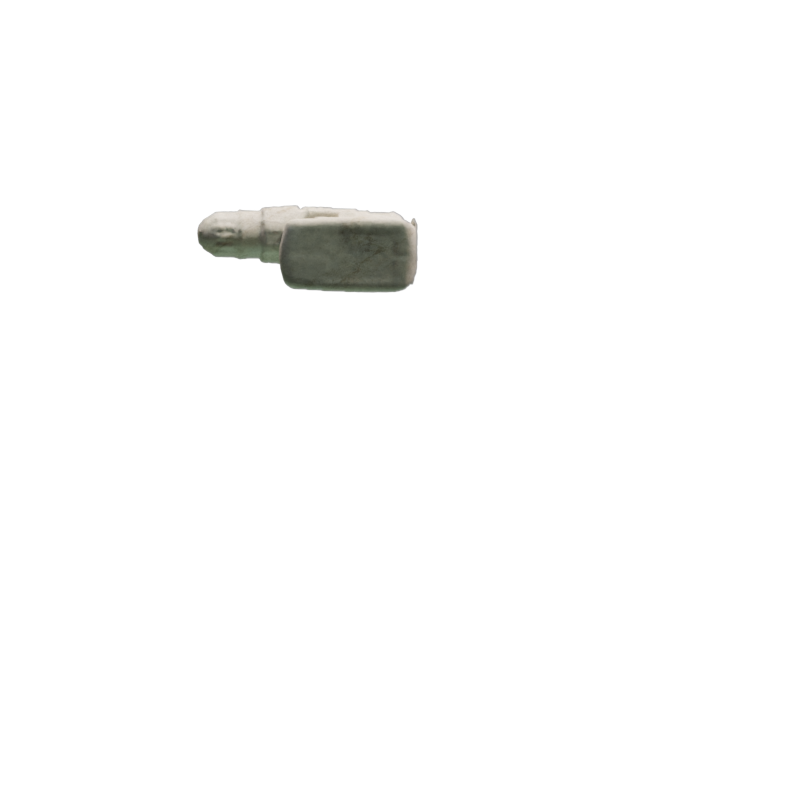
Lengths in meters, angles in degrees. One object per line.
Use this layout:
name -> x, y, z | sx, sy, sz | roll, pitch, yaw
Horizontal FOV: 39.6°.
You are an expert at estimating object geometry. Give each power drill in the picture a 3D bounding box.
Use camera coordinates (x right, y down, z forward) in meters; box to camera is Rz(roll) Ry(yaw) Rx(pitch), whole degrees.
power drill -> -0.071, -0.129, 0.907 | 0.182, 0.056, 0.195 | -2, 14, -10
